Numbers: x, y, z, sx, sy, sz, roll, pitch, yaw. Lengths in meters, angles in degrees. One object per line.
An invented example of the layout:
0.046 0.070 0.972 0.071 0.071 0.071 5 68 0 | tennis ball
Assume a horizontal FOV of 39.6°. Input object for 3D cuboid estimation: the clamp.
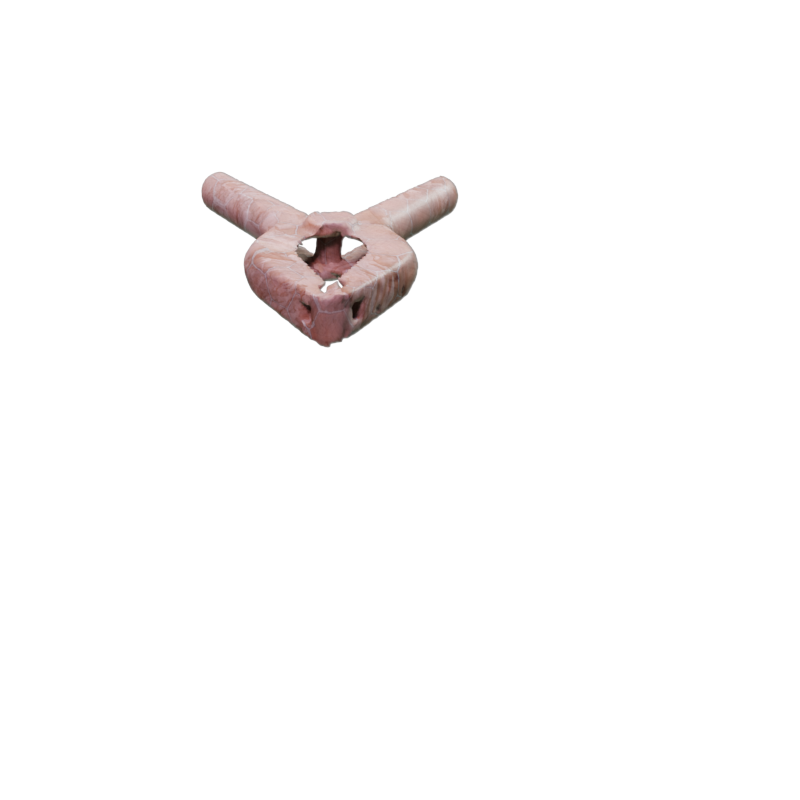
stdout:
-0.050 -0.091 0.641 0.166 0.034 0.220 2 28 4 | clamp
